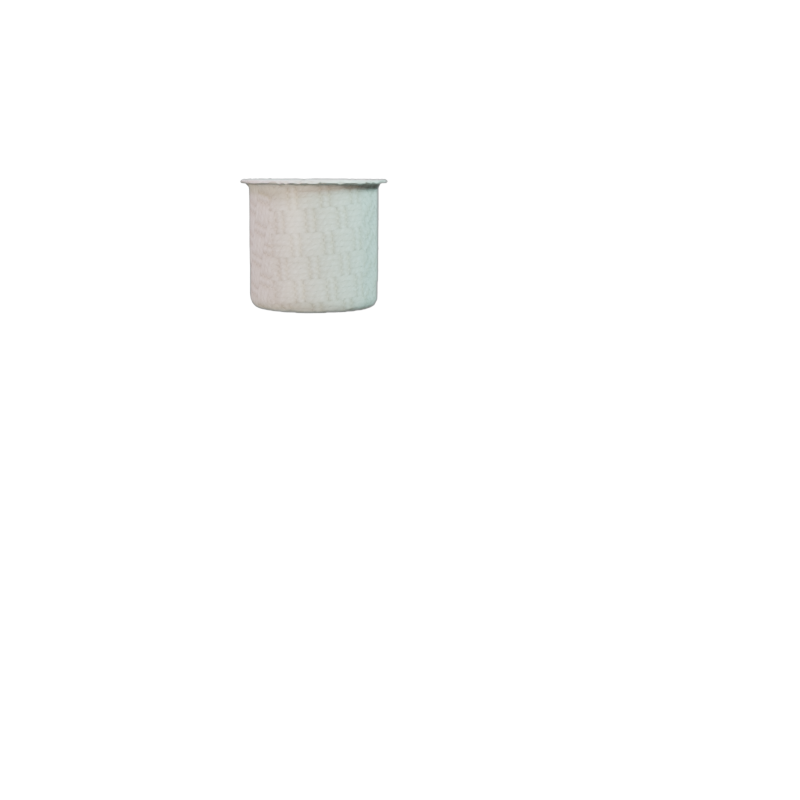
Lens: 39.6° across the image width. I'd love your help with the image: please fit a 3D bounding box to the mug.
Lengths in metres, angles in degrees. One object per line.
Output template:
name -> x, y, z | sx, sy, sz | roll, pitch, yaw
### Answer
mug -> -0.056, -0.102, 0.717 | 0.093, 0.080, 0.120 | -1, 9, -5
